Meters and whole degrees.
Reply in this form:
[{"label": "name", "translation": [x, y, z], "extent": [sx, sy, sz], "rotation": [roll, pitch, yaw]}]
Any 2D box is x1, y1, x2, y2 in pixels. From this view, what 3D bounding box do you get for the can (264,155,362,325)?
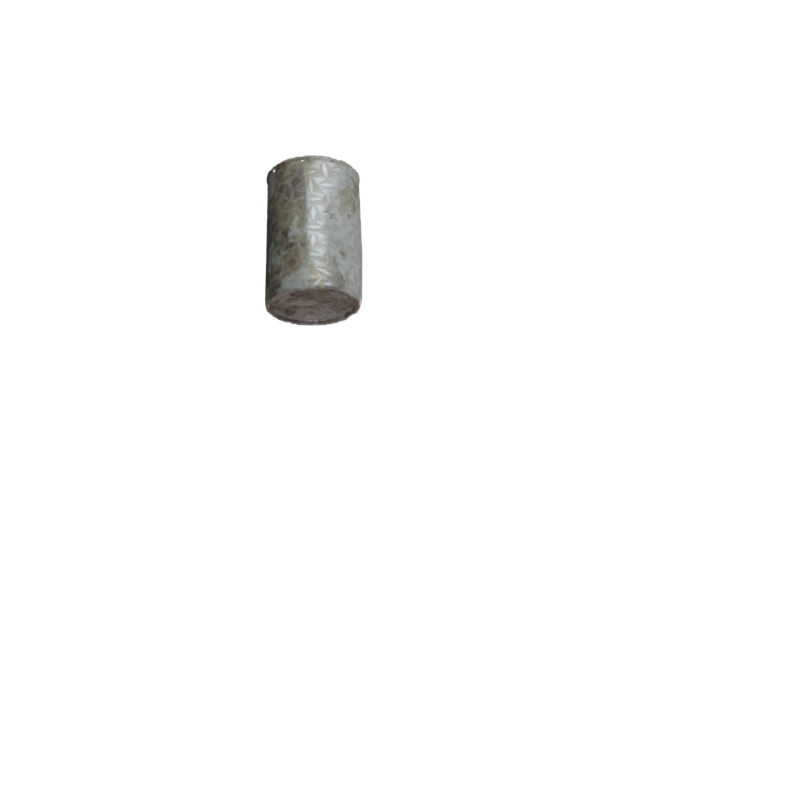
[{"label": "can", "translation": [-0.061, -0.112, 0.781], "extent": [0.068, 0.108, 0.065], "rotation": [0, -24, -2]}]
